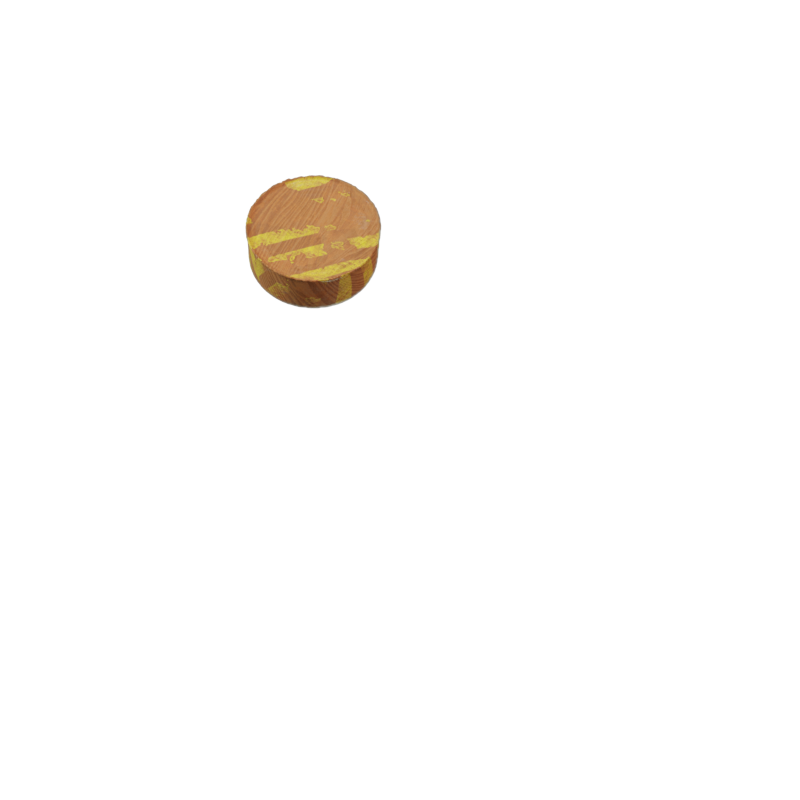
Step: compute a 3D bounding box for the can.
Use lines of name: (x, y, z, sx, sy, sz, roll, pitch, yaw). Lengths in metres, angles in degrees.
can: (-0.056, -0.102, 0.712, 0.086, 0.092, 0.031, -1, -35, -1)
